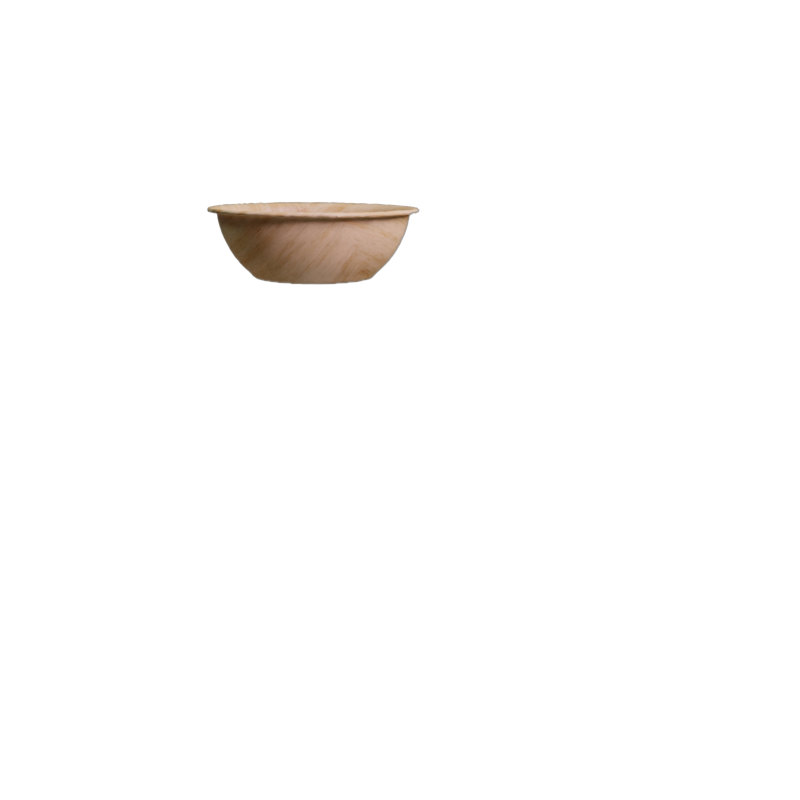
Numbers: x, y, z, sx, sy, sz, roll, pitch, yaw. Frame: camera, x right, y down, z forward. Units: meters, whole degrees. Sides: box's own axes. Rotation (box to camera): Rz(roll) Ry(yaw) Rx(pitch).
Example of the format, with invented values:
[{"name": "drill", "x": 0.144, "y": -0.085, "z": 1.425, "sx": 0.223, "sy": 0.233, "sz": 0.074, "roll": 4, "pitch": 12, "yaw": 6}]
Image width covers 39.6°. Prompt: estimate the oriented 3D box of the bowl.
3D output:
[{"name": "bowl", "x": -0.066, "y": -0.121, "z": 0.848, "sx": 0.162, "sy": 0.054, "sz": 0.166, "roll": 0, "pitch": 12, "yaw": -2}]
